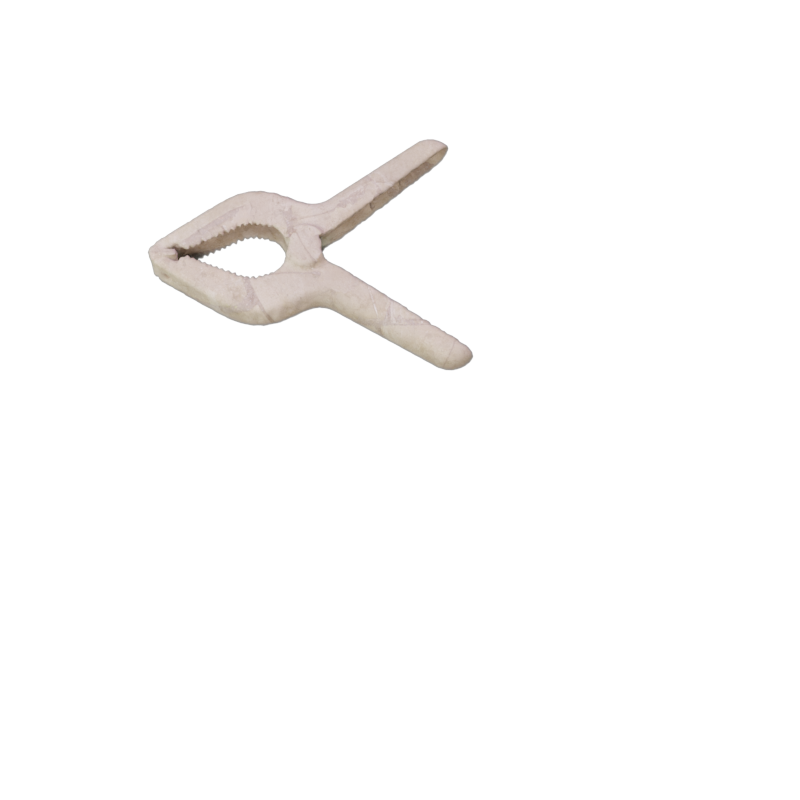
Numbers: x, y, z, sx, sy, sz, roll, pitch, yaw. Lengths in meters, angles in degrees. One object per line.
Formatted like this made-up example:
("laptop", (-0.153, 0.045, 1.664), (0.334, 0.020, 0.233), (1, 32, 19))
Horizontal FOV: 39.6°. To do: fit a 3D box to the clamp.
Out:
("clamp", (-0.057, -0.104, 0.729), (0.210, 0.174, 0.034), (3, -27, 1))
